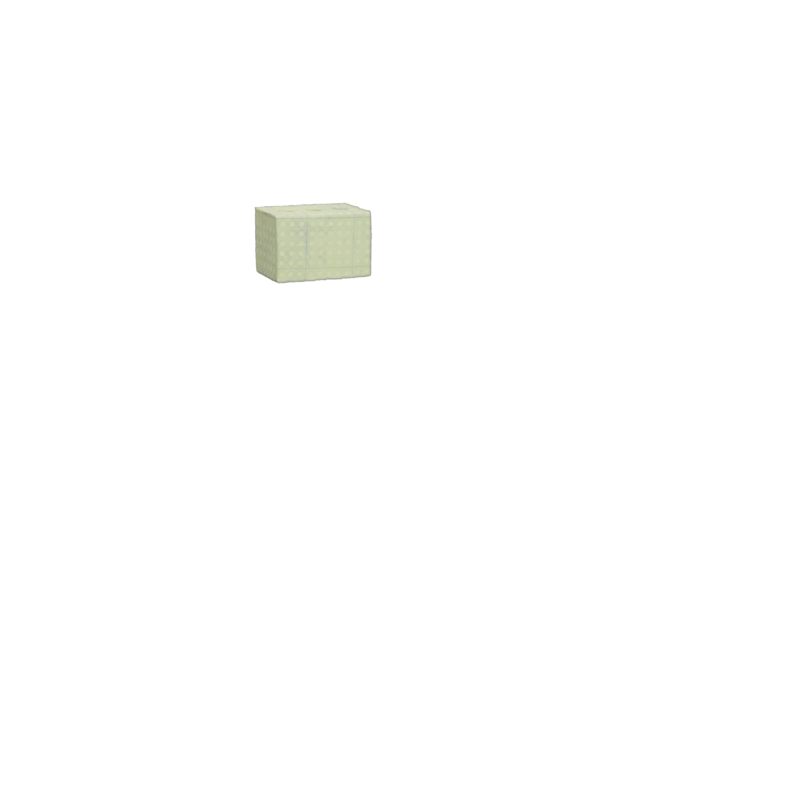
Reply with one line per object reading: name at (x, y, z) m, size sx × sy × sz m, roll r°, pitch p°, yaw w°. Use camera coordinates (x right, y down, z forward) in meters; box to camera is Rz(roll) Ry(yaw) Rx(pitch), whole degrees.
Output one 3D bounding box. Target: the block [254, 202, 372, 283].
block at (-0.066, -0.120, 0.840) m, size 0.076 × 0.050 × 0.055 m, roll -6°, pitch 14°, yaw -22°
